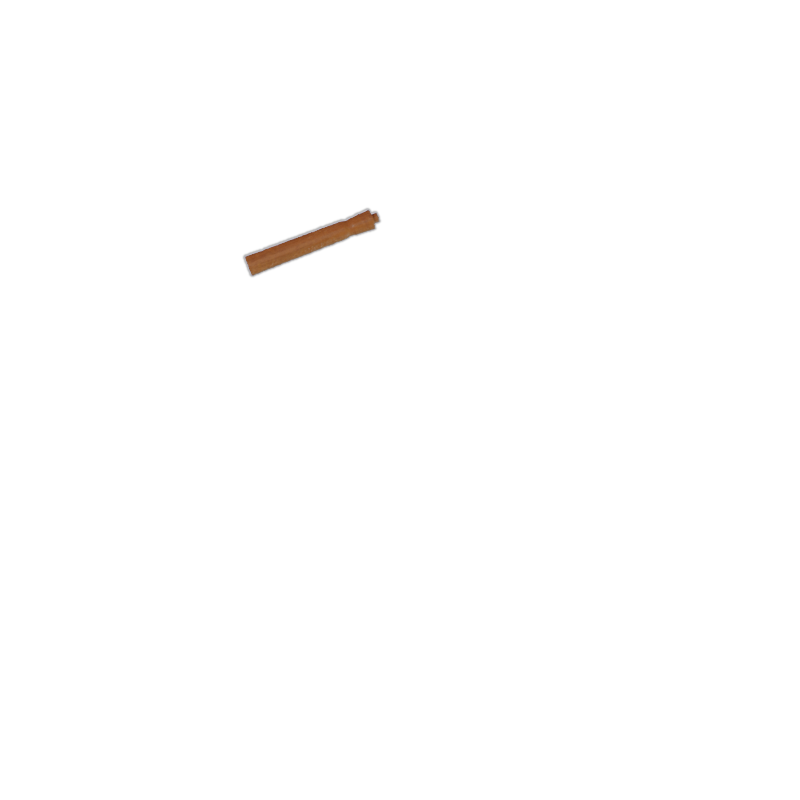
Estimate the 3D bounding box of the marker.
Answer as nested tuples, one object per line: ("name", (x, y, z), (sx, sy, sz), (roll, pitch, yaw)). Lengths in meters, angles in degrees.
("marker", (-0.075, -0.137, 0.956), (0.121, 0.020, 0.020), (-21, 6, -3))
